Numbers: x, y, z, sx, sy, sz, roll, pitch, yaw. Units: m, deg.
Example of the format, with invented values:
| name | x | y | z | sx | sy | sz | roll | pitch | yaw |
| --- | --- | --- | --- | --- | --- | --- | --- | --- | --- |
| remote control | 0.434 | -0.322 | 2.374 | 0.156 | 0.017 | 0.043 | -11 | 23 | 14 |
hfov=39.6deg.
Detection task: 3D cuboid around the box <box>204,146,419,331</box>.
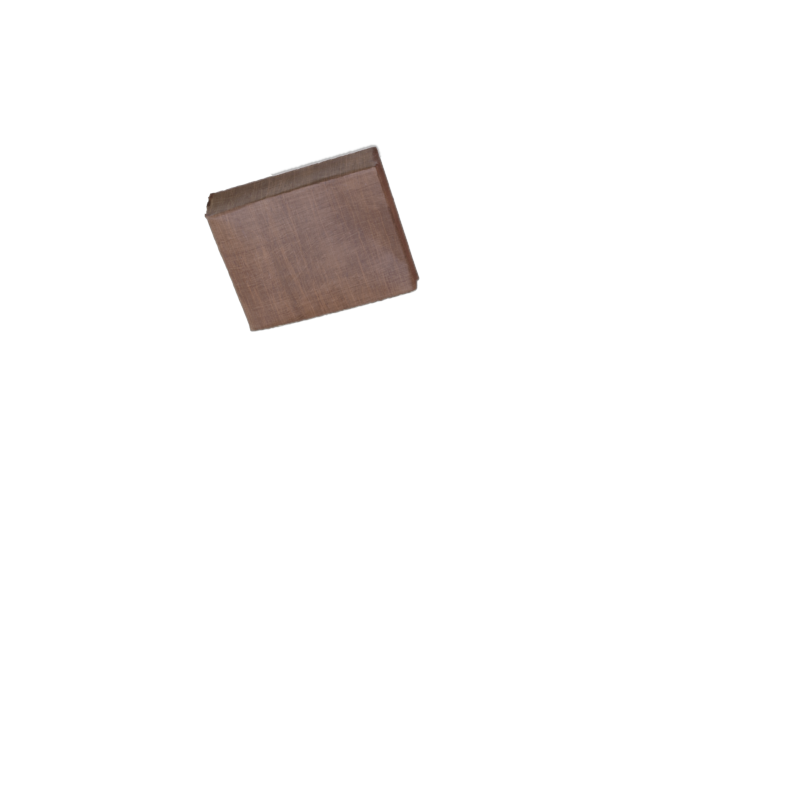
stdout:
| name | x | y | z | sx | sy | sz | roll | pitch | yaw |
| --- | --- | --- | --- | --- | --- | --- | --- | --- | --- |
| box | -0.054 | -0.099 | 0.691 | 0.114 | 0.085 | 0.041 | -15 | 26 | 7 |
